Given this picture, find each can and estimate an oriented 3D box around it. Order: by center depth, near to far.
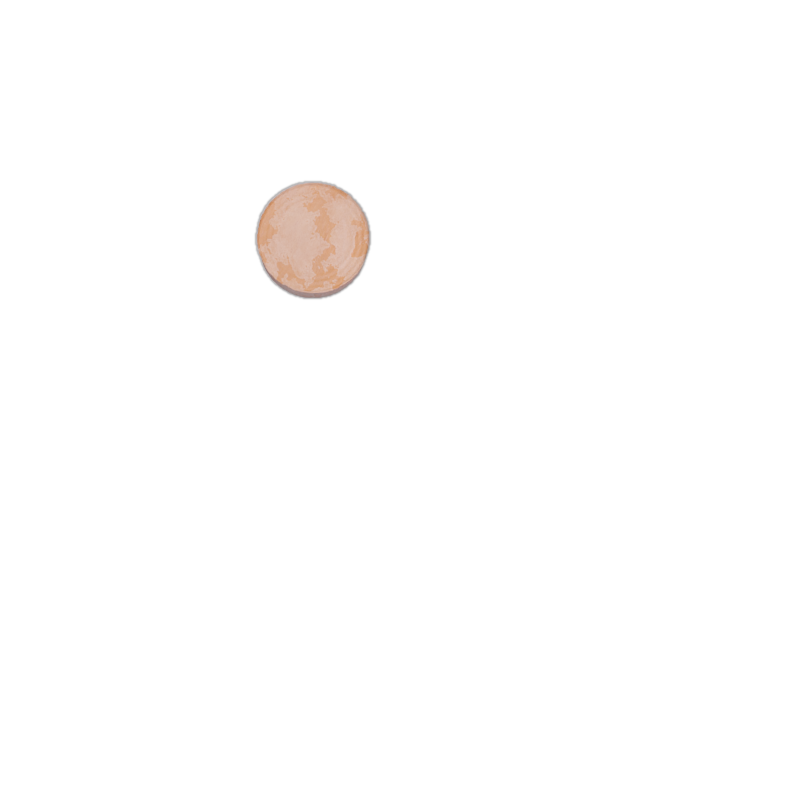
[{"bbox_3d":[-0.066,-0.121,0.847,0.086,0.088,0.033,0,-12,-1],"label":"can"}]
